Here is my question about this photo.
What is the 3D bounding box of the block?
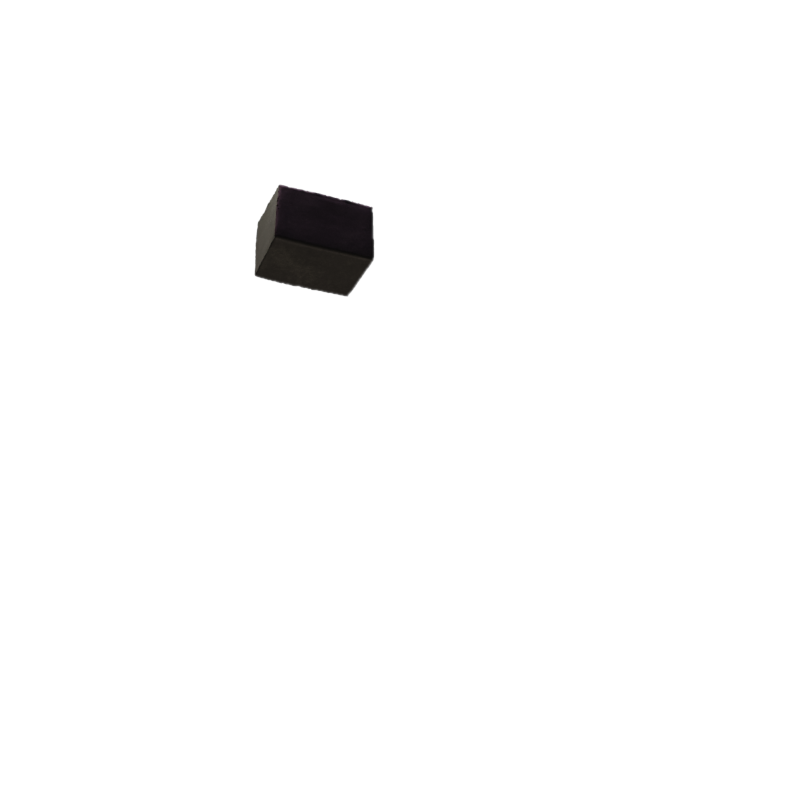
[{"bbox_3d":[-0.065,-0.118,0.827,0.076,0.055,0.051,12,-36,-19],"label":"block"}]
